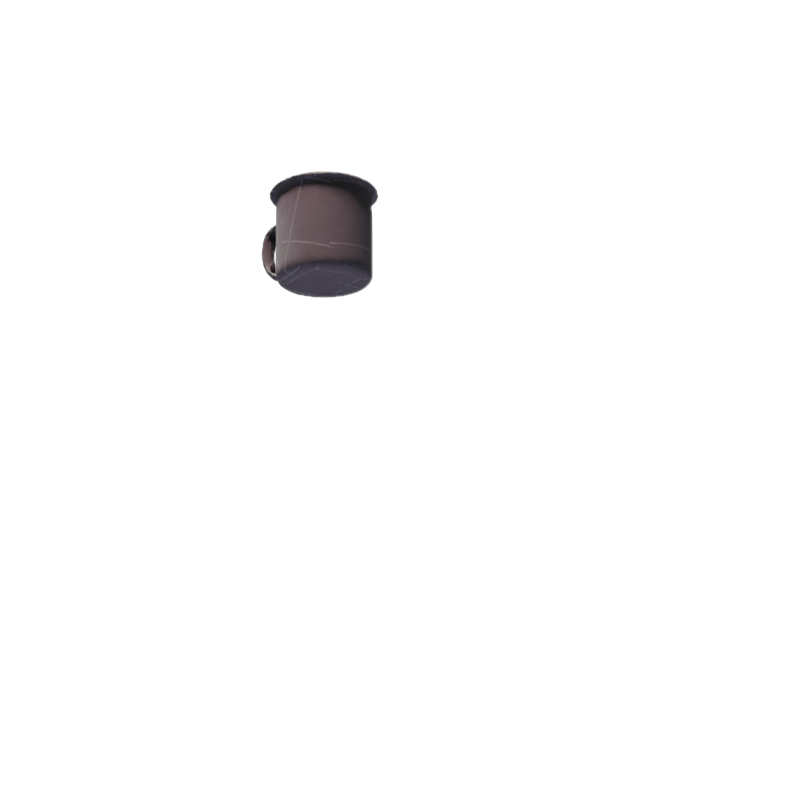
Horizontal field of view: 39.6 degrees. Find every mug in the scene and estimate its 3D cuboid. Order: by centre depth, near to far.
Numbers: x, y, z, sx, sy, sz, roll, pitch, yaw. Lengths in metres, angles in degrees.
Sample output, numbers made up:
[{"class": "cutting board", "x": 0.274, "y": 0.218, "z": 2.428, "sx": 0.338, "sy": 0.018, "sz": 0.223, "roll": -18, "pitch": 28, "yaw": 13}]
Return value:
[{"class": "mug", "x": -0.074, "y": -0.135, "z": 0.946, "sx": 0.119, "sy": 0.085, "sz": 0.087, "roll": -14, "pitch": -22, "yaw": 36}]
